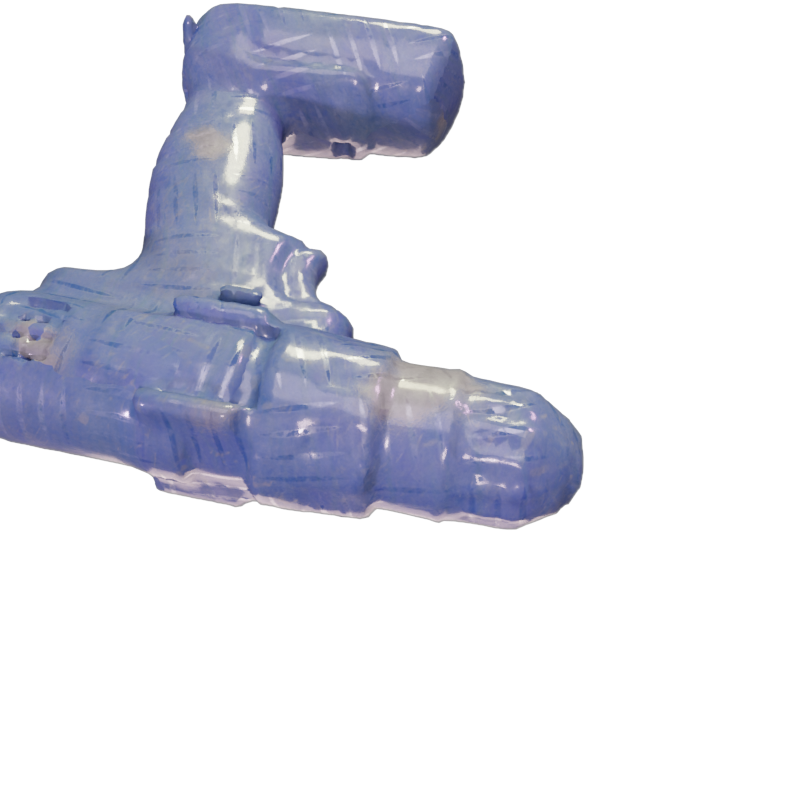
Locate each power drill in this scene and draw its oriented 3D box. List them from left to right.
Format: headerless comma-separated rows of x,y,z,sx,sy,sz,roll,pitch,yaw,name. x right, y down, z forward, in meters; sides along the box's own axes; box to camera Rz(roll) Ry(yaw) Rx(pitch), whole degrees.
-0.029,-0.052,0.365,0.187,0.198,0.053,9,-40,7,power drill
